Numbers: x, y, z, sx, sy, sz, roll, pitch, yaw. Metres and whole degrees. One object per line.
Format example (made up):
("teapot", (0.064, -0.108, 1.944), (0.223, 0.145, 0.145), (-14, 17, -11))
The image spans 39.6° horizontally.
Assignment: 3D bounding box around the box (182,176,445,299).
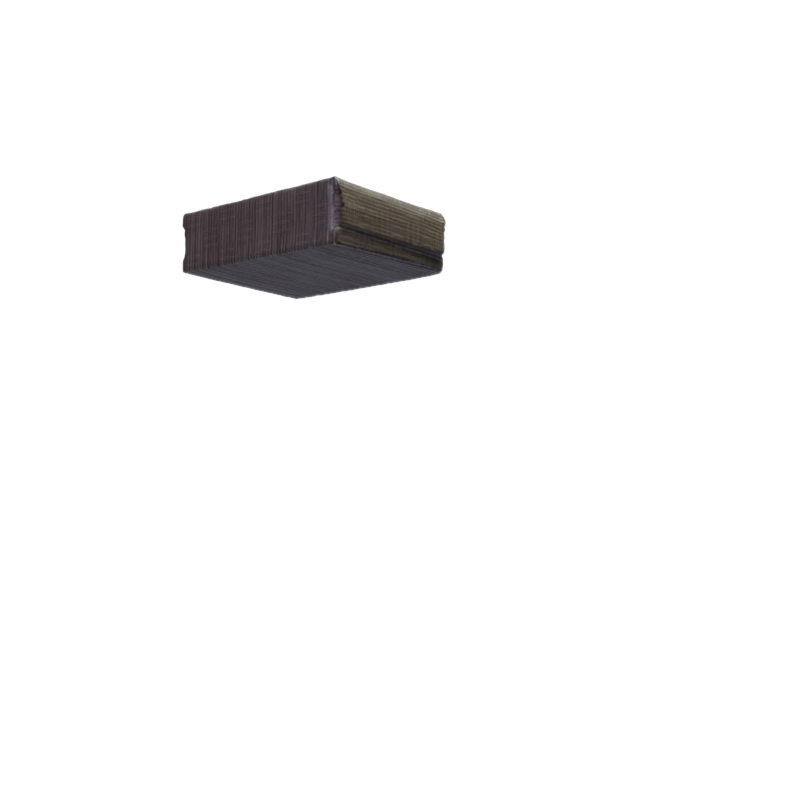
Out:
("box", (-0.037, -0.068, 0.474), (0.092, 0.031, 0.069), (-6, -10, 39))
